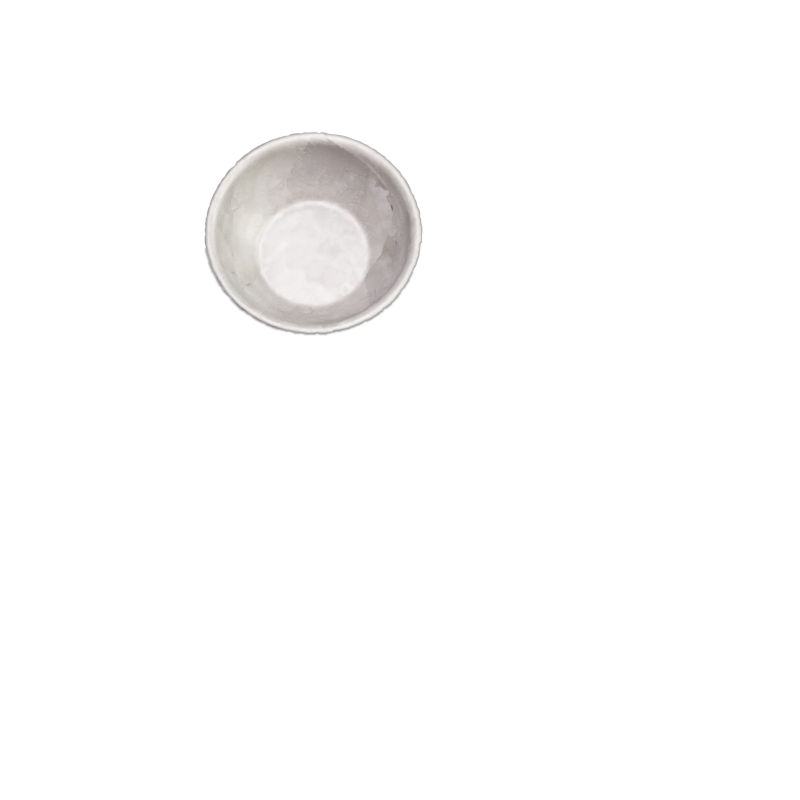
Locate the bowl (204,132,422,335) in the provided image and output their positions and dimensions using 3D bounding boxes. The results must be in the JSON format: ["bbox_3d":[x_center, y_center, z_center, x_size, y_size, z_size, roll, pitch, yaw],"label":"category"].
[{"bbox_3d":[-0.066,-0.121,0.845,0.162,0.170,0.053,-1,-19,-1],"label":"bowl"}]
